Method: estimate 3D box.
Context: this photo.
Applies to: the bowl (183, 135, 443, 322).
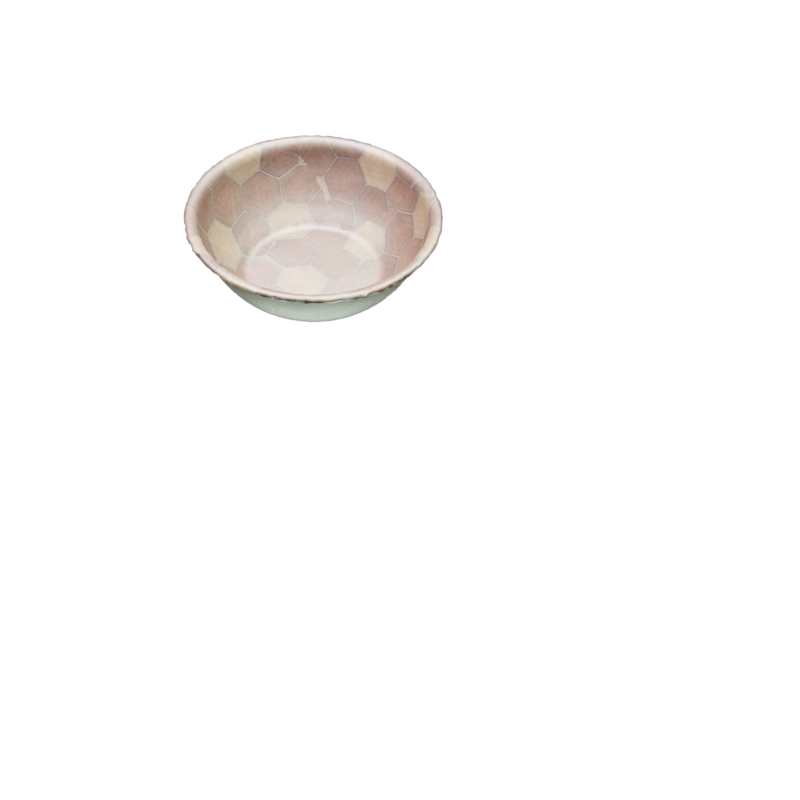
[{"bbox_3d":[-0.056,-0.101,0.709,0.162,0.174,0.051,-1,-44,-1],"label":"bowl"}]
